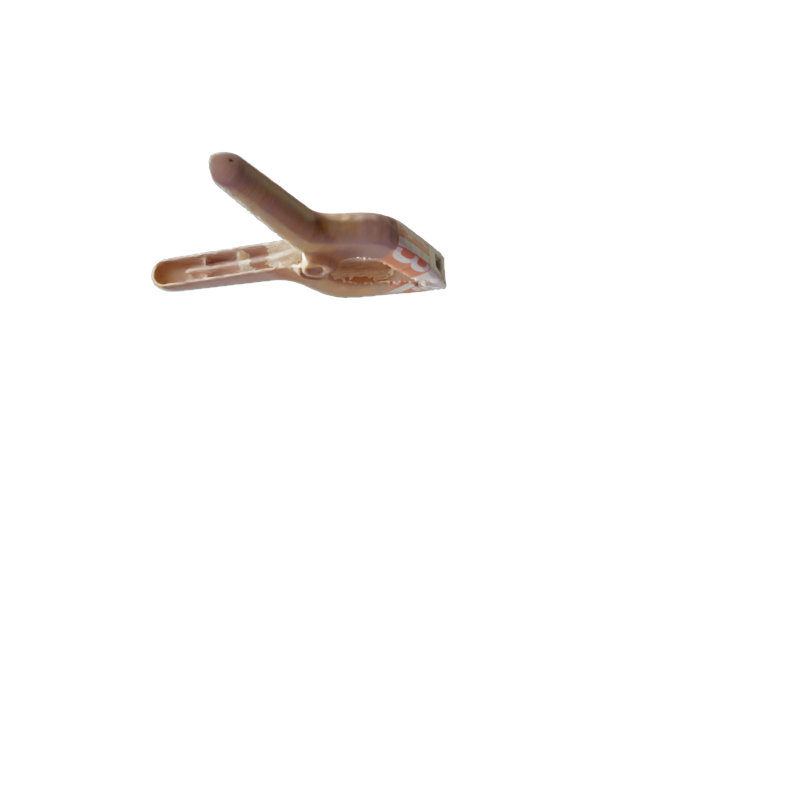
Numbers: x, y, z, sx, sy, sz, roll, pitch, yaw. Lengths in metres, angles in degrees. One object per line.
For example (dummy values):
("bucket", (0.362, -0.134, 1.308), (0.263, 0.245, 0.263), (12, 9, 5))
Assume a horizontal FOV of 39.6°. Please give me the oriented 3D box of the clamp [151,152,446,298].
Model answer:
("clamp", (-0.061, -0.111, 0.780), (0.206, 0.039, 0.159), (6, -25, -14))
